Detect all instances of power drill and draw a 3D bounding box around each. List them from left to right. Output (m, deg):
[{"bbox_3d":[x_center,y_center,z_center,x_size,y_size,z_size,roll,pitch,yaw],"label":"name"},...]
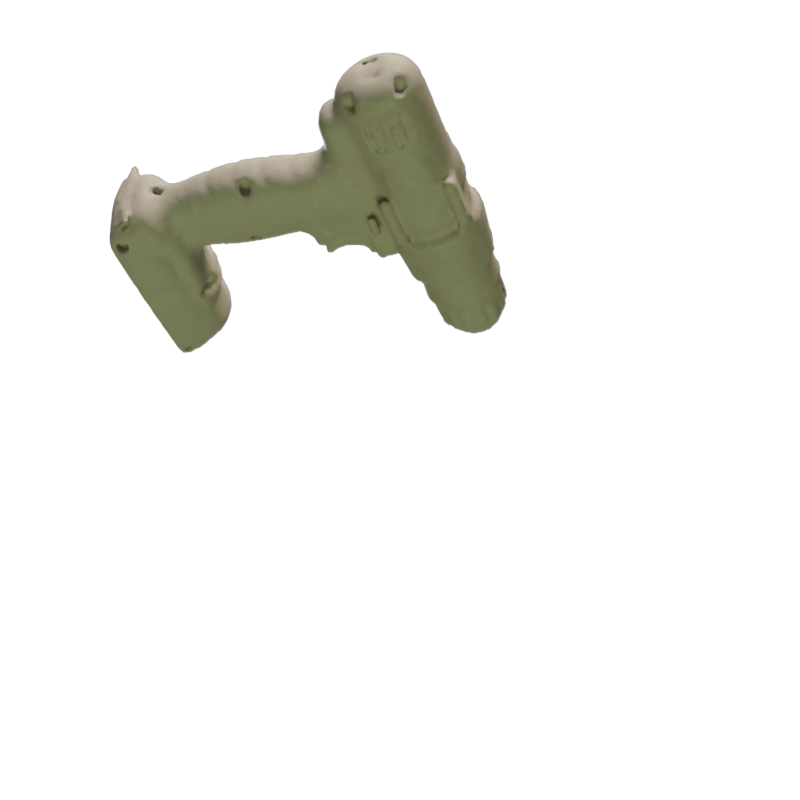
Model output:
[{"bbox_3d":[-0.047,-0.086,0.605,0.189,0.170,0.062,-16,40,14],"label":"power drill"}]
